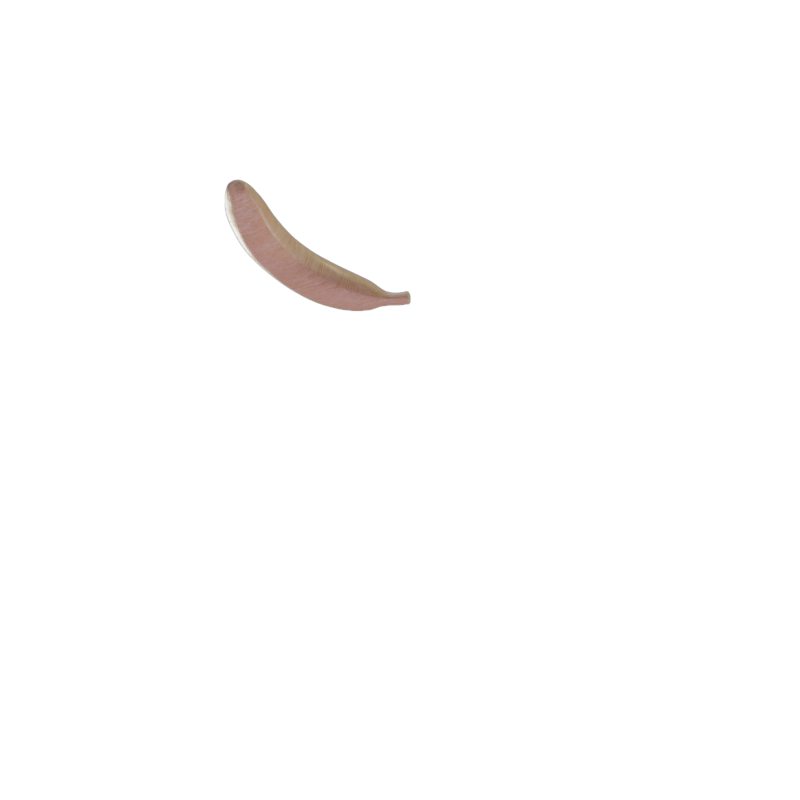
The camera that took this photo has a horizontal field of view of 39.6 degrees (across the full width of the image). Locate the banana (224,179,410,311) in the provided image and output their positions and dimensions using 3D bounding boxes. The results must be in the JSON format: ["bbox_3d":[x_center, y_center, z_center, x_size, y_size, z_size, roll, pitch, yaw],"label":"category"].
[{"bbox_3d":[-0.081,-0.120,0.913,0.186,0.039,0.069,29,-46,-33],"label":"banana"}]
